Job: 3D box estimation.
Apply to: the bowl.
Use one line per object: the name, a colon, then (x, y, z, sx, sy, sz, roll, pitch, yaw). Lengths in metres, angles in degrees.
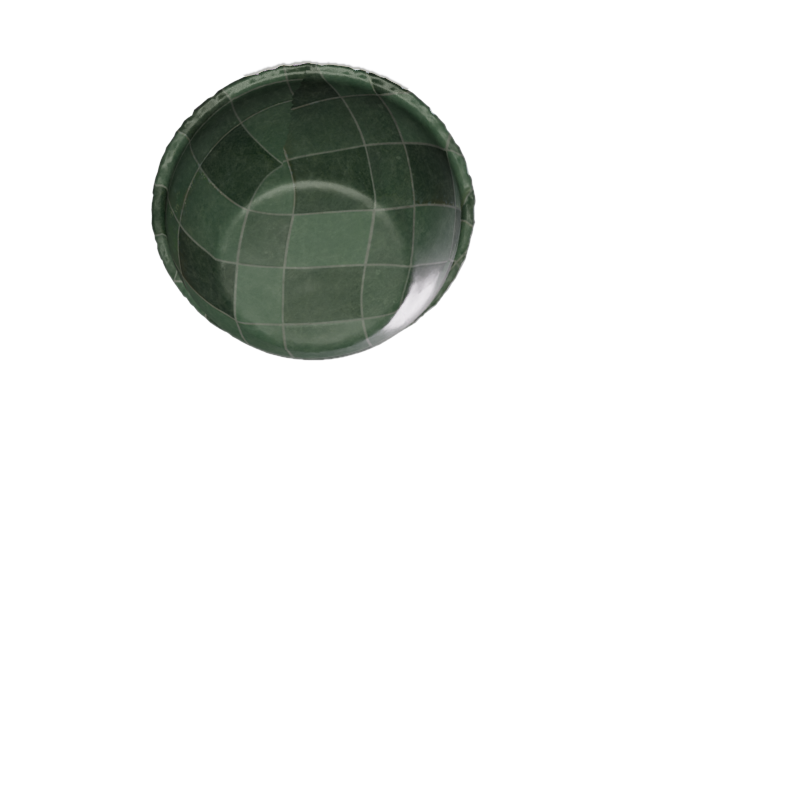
bowl: (-0.042, -0.076, 0.531, 0.162, 0.153, 0.058, 1, 30, -1)
